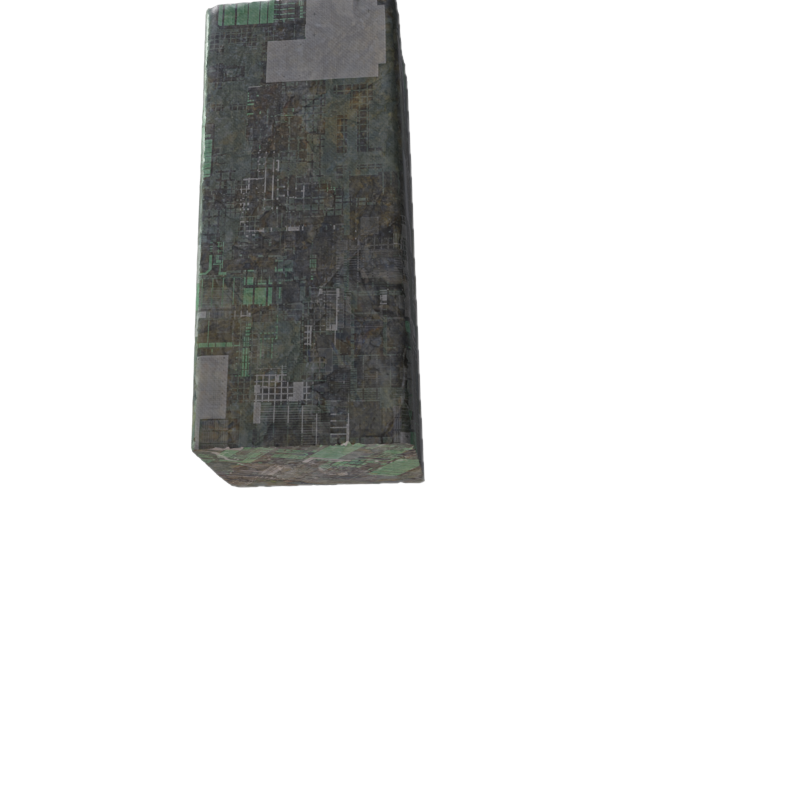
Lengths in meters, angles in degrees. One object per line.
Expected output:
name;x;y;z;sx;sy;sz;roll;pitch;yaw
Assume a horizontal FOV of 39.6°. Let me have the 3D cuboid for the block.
block;-0.040;-0.072;0.506;0.091;0.216;0.085;-3;-20;5
